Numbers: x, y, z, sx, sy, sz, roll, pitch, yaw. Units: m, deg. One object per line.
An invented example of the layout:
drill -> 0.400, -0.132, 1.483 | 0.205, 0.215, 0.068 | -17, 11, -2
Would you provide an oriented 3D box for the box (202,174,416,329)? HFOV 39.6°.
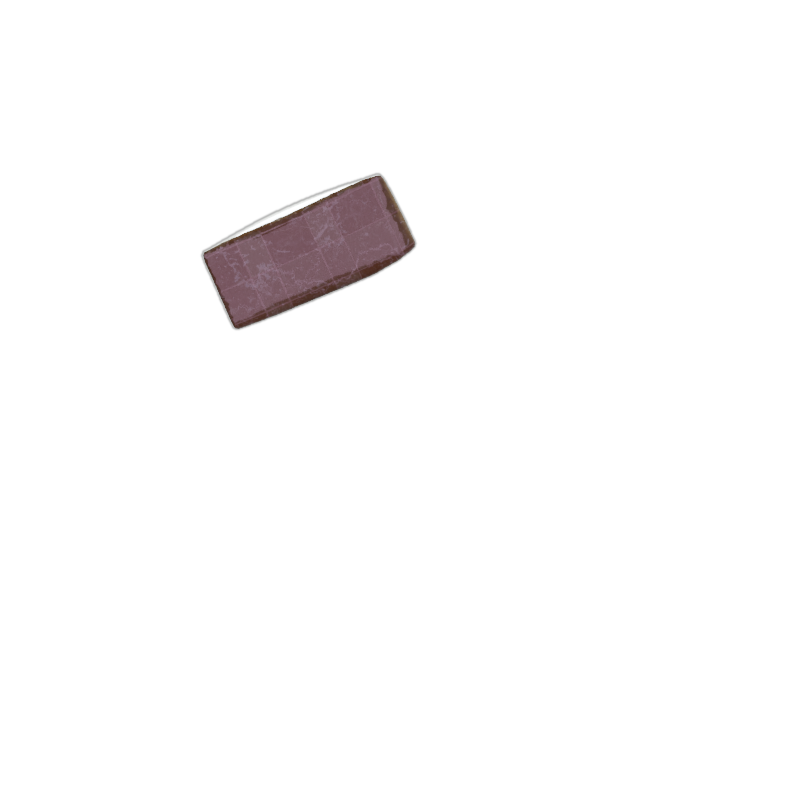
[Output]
box -> -0.046, -0.084, 0.590 | 0.093, 0.047, 0.180 | -23, 13, 1
